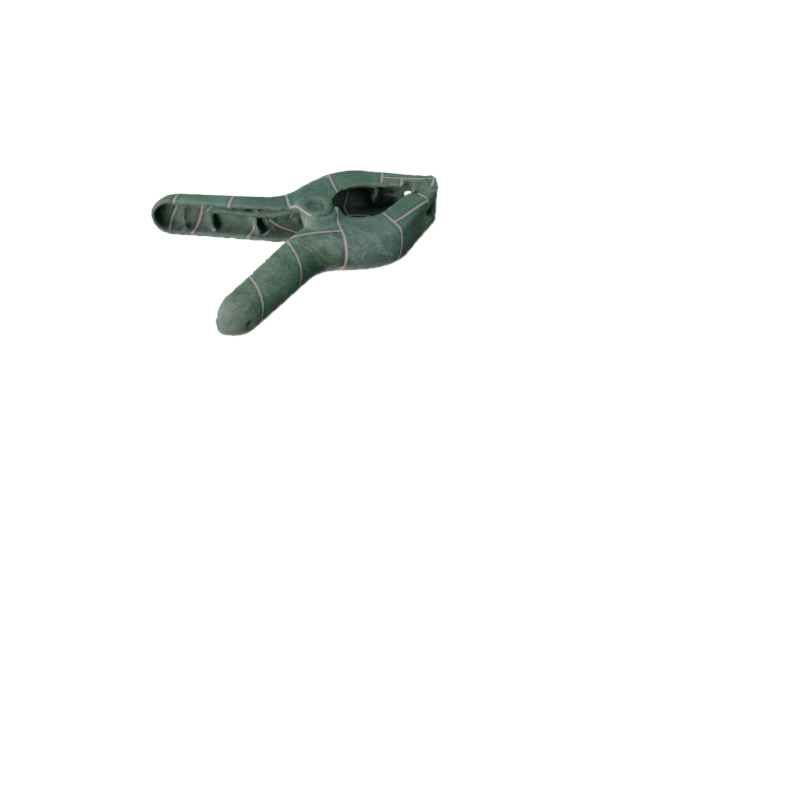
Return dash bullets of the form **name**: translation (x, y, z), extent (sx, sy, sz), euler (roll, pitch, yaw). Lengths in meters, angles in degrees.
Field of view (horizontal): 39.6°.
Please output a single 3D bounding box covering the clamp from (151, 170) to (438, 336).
- **clamp**: translation (-0.050, -0.092, 0.643), extent (0.170, 0.130, 0.036), euler (-14, -41, -12)
